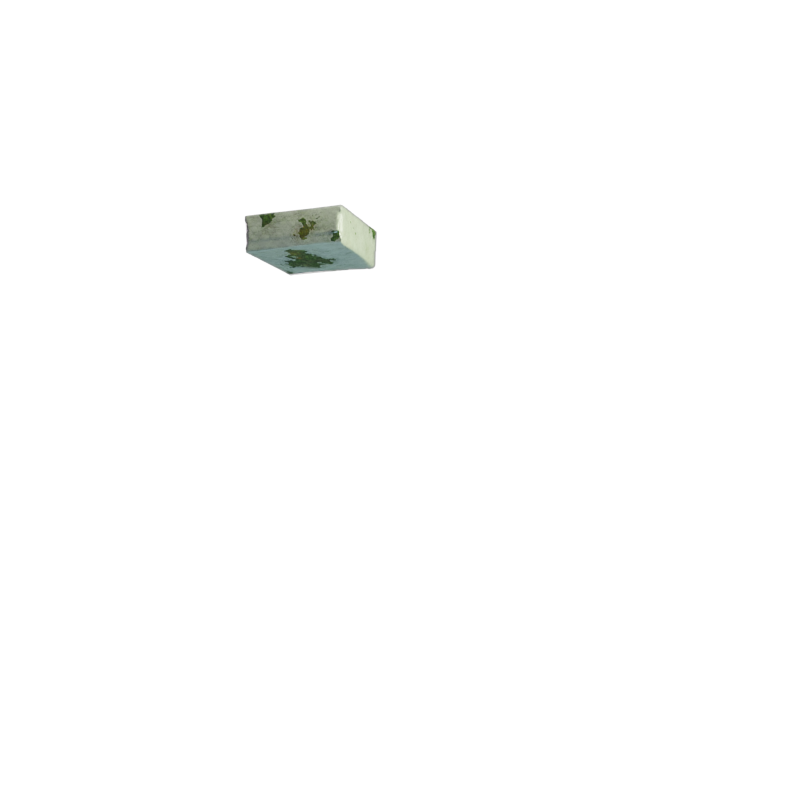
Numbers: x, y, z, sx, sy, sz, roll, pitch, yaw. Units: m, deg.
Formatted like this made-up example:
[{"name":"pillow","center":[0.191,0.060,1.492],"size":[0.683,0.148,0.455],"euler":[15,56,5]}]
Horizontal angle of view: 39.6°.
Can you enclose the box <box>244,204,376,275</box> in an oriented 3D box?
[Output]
[{"name":"box","center":[-0.078,-0.142,0.996],"size":[0.092,0.040,0.108],"euler":[-3,-8,16]}]
